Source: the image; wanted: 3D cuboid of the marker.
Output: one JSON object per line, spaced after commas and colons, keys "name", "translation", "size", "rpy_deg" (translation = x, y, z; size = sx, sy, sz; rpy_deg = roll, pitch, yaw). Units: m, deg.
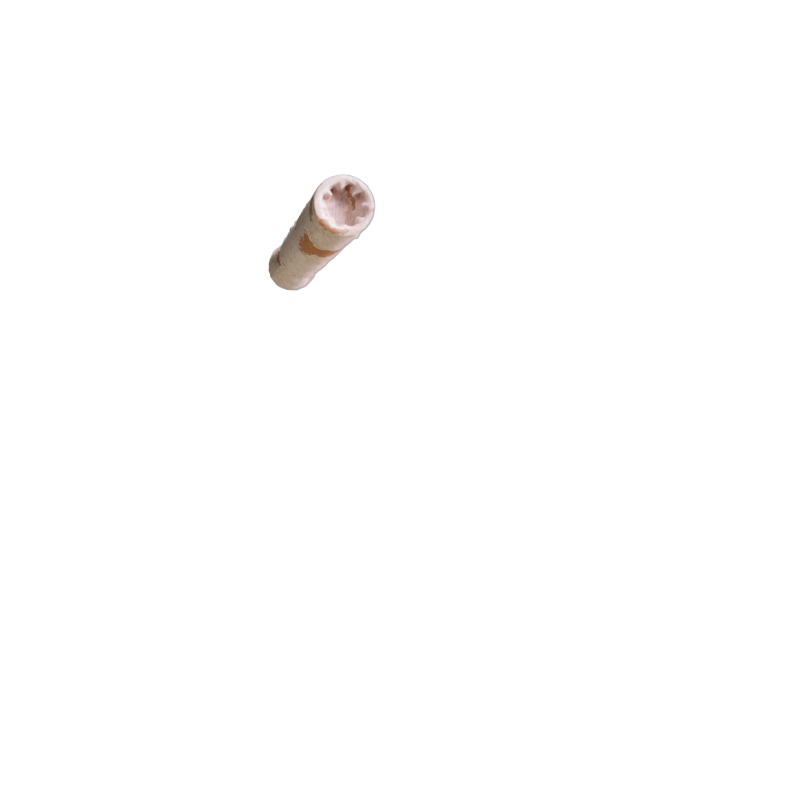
{"name": "marker", "translation": [-0.030, -0.054, 0.381], "size": [0.019, 0.020, 0.121], "rpy_deg": [-1, -2, -13]}
